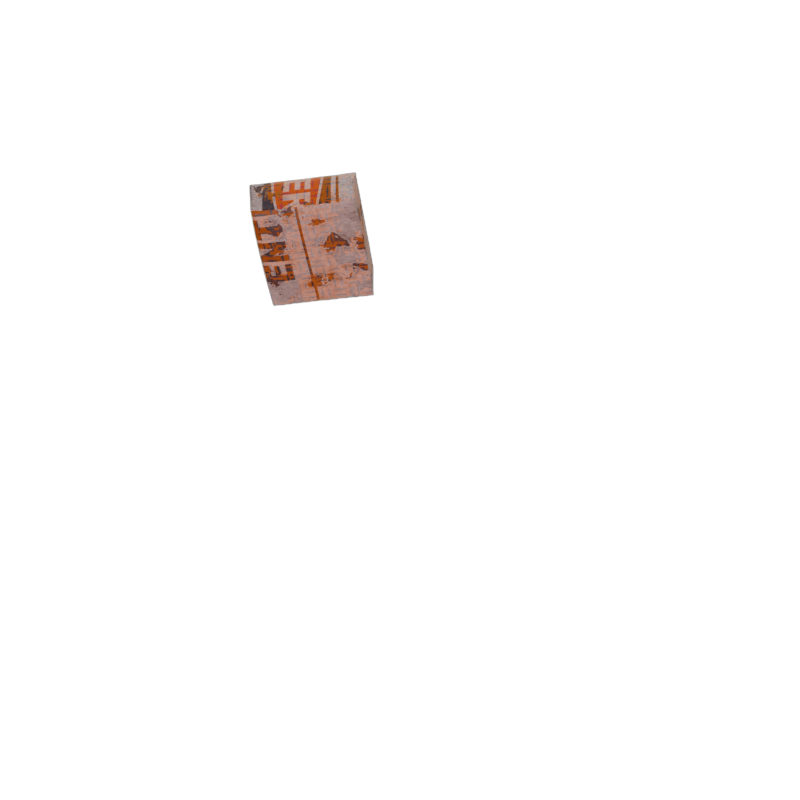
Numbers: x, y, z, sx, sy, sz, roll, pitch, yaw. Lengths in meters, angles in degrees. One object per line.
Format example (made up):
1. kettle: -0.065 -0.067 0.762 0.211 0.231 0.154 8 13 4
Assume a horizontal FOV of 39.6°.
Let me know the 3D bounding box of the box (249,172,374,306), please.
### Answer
1. box: -0.073 -0.132 0.926 0.090 0.042 0.105 -6 -43 5
